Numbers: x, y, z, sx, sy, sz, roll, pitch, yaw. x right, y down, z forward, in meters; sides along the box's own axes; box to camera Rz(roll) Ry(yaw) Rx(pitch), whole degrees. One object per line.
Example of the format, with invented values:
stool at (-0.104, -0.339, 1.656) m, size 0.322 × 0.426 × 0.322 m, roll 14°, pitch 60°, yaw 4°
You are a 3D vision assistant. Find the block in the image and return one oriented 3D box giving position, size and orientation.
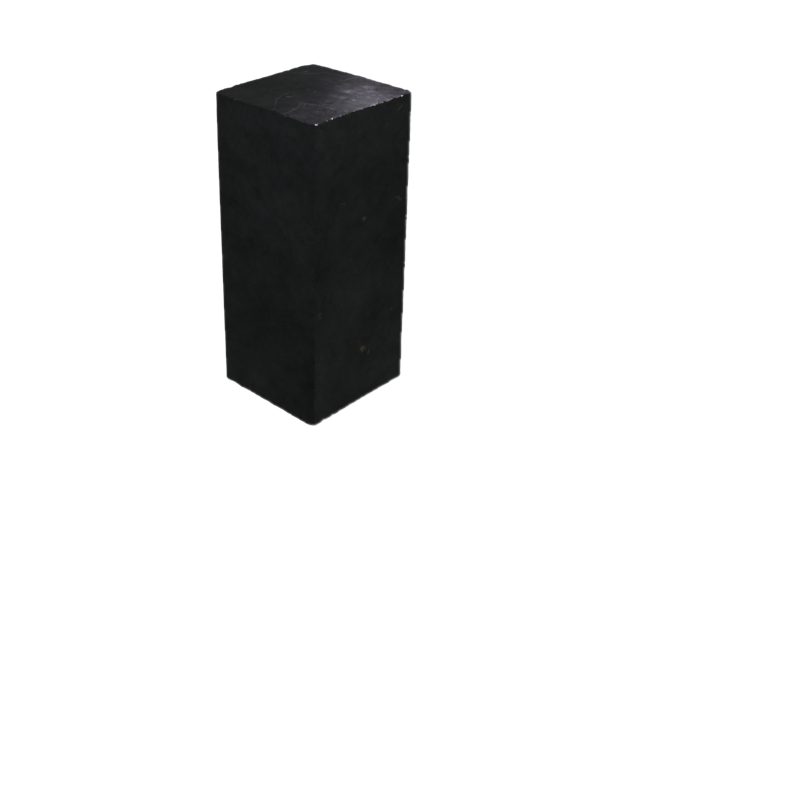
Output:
block at (-0.057, -0.104, 0.727) m, size 0.096 × 0.195 × 0.090 m, roll 24°, pitch 36°, yaw 35°
